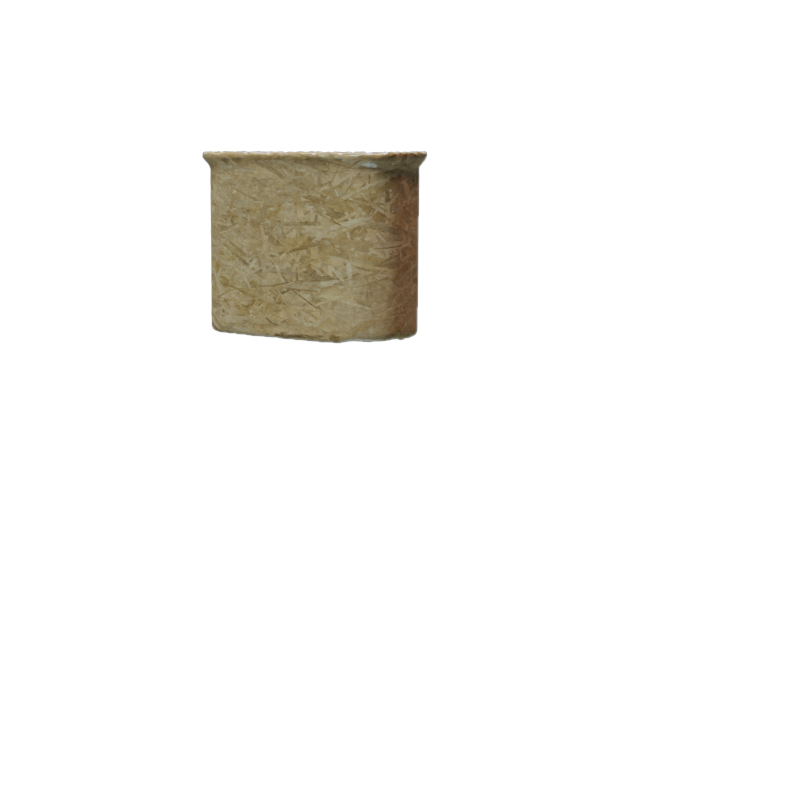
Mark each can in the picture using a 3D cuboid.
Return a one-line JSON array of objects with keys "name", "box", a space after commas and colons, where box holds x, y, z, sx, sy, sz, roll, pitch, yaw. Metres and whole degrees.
[{"name": "can", "box": [-0.040, -0.073, 0.513, 0.106, 0.082, 0.056, 6, 10, 27]}]
